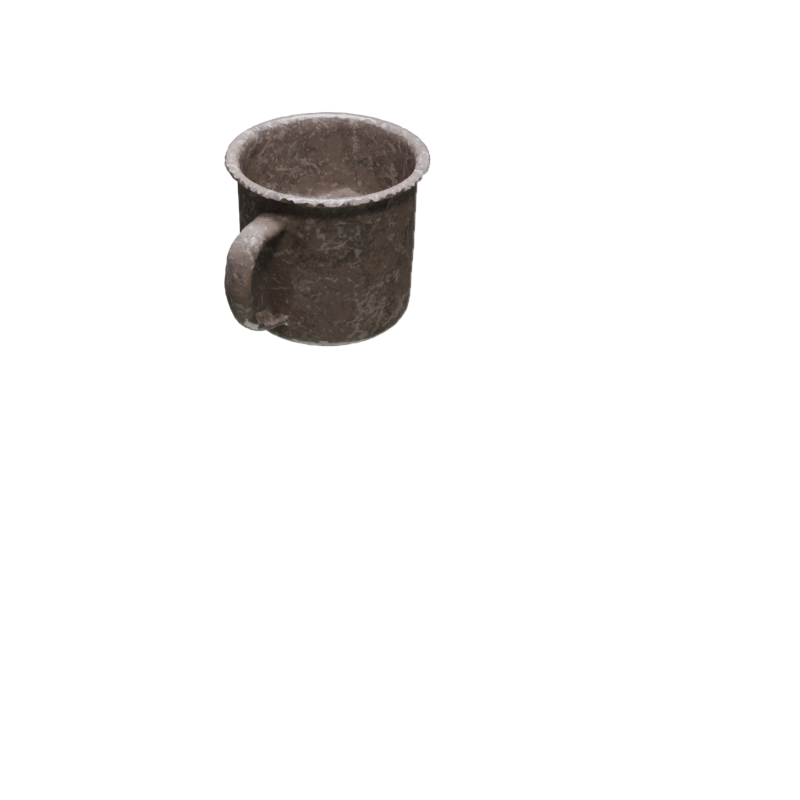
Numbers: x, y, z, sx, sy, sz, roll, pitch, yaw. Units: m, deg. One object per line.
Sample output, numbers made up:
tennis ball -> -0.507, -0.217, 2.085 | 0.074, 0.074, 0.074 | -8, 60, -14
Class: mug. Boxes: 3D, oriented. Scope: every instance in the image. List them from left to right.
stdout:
mug -> -0.040, -0.073, 0.512 | 0.098, 0.076, 0.119 | 19, 39, 23
